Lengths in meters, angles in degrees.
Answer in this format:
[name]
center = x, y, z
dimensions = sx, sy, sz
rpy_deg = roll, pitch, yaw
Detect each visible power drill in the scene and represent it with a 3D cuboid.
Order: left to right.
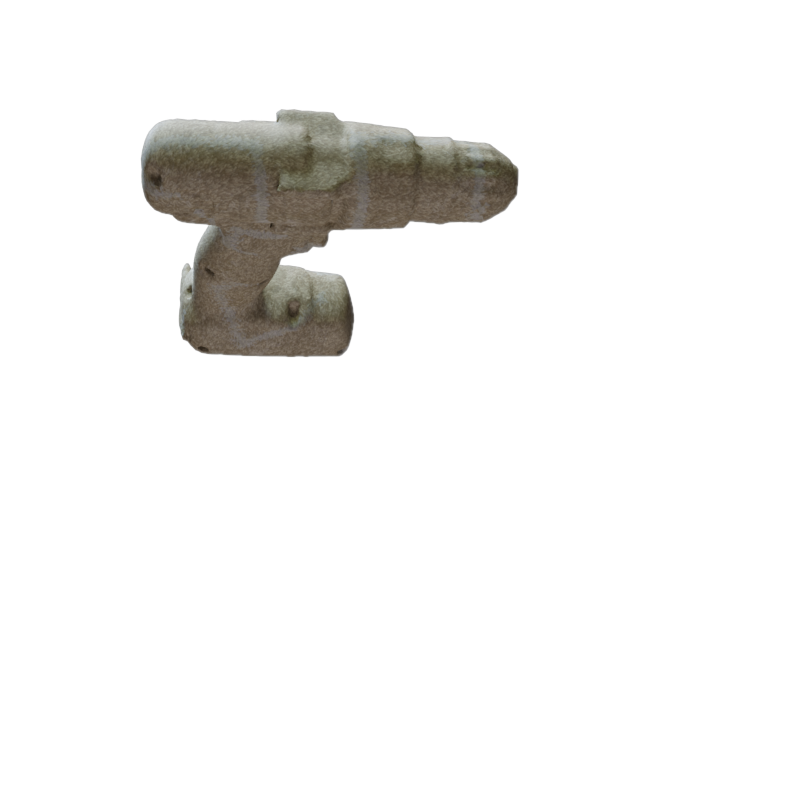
[power drill]
center = -0.047, -0.085, 0.598
dimensions = 0.182, 0.061, 0.179
rpy_deg = 4, -26, -9
